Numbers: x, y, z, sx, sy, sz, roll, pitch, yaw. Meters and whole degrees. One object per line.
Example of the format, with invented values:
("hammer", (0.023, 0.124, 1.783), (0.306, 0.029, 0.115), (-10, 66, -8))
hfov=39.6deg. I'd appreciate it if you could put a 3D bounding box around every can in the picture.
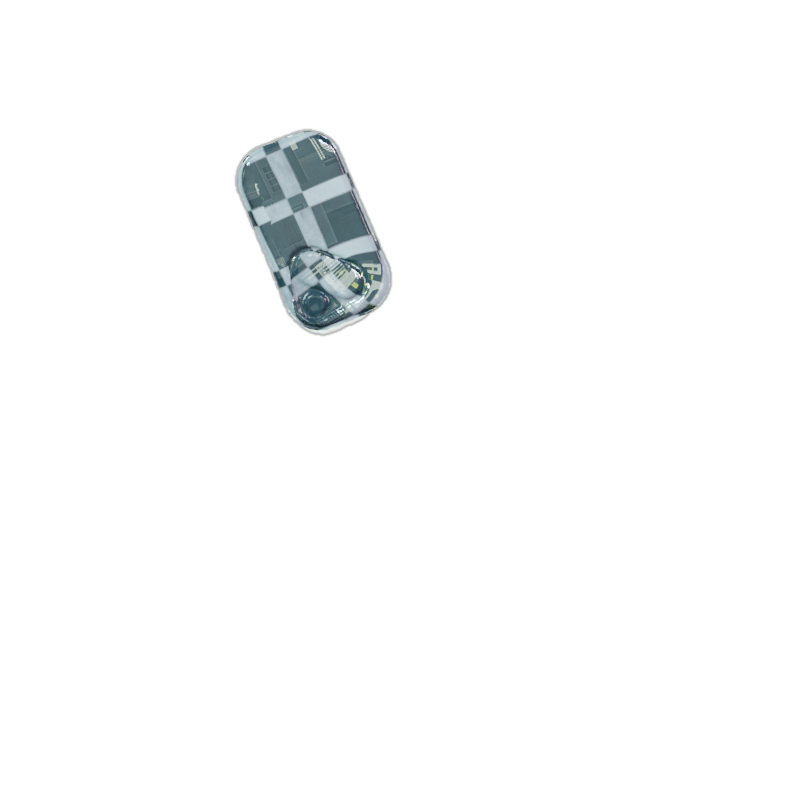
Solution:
("can", (-0.048, -0.087, 0.610), (0.057, 0.104, 0.082), (-23, -5, -4))
